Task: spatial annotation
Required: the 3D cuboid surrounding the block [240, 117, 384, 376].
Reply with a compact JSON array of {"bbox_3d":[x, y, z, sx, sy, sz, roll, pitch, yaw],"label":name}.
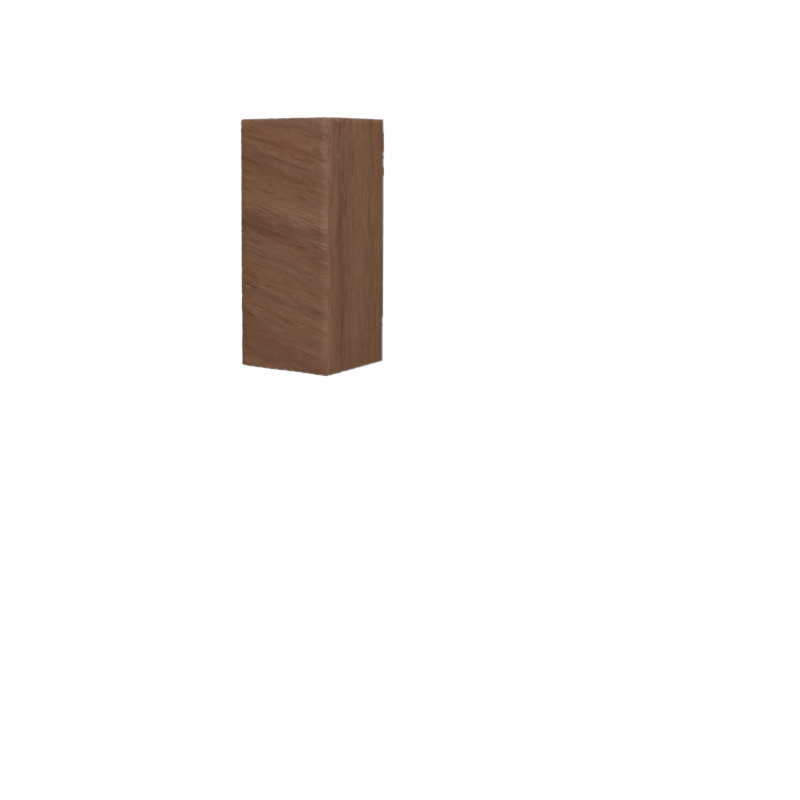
[{"bbox_3d":[-0.073,-0.133,0.933,0.094,0.204,0.088,4,7,33],"label":"block"}]
